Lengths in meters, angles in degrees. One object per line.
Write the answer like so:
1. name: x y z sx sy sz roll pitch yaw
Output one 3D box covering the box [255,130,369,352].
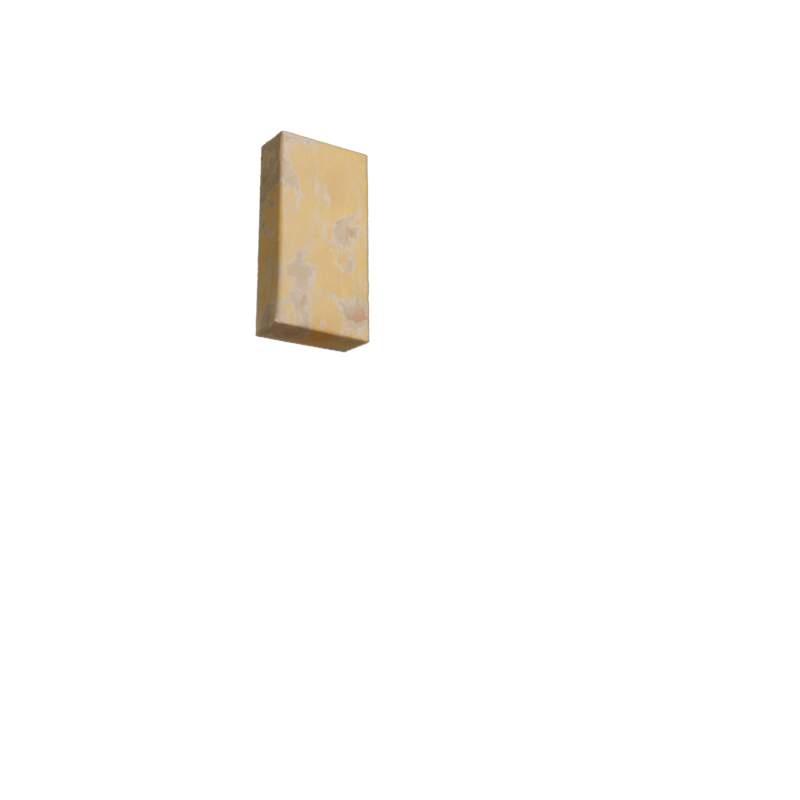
1. box: -0.075 -0.136 0.957 0.089 0.185 0.048 12 -26 -31
